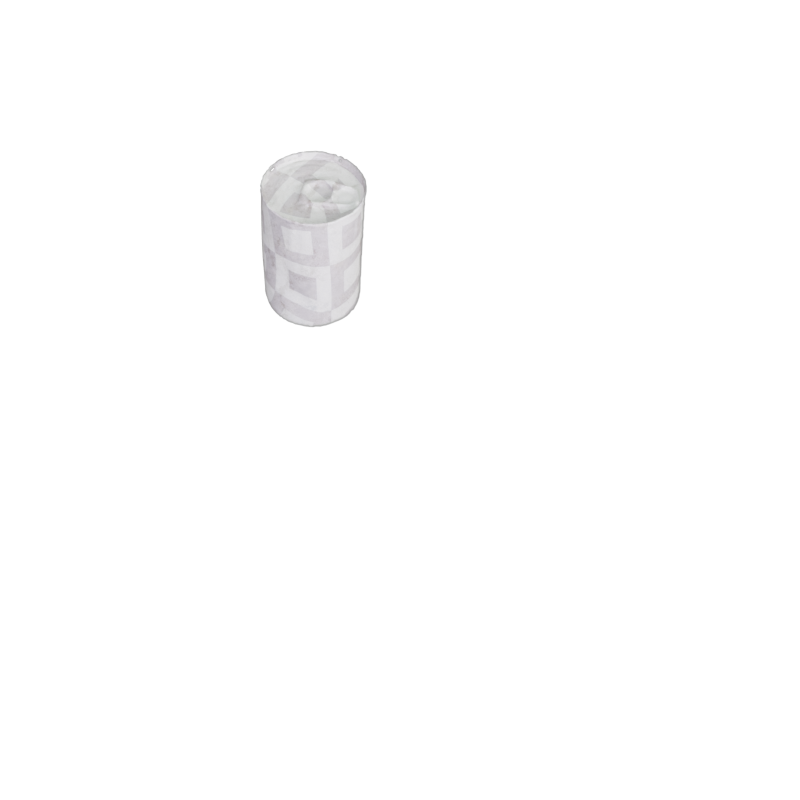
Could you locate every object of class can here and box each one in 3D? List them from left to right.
[{"bbox_3d":[-0.058,-0.105,0.739,0.068,0.074,0.095,0,-40,-3],"label":"can"}]
